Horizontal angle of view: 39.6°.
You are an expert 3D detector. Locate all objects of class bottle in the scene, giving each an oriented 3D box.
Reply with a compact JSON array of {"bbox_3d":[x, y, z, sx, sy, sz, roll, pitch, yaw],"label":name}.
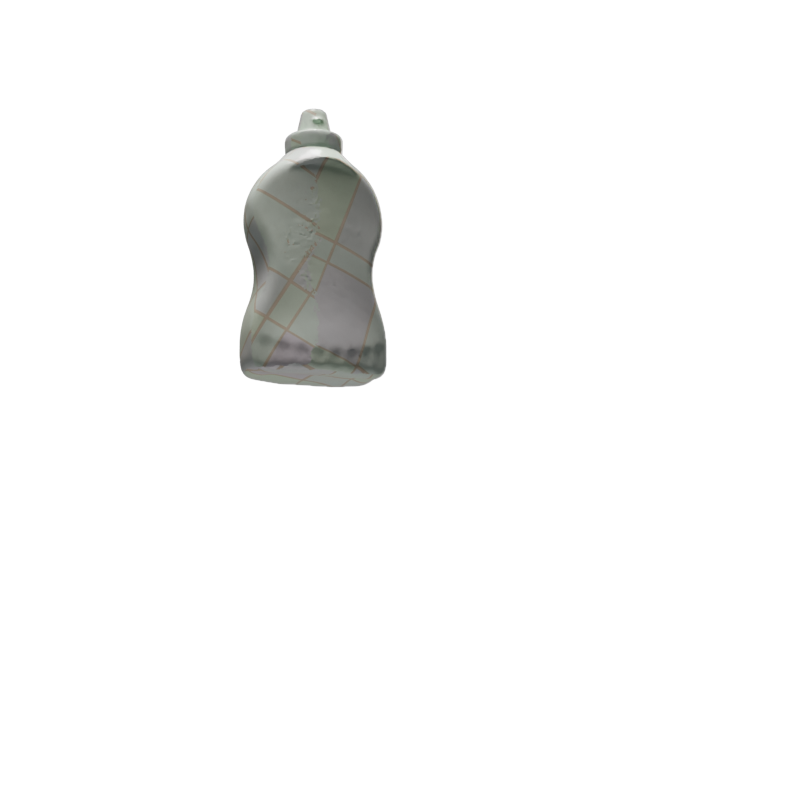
[{"bbox_3d":[-0.059,-0.109,0.760,0.094,0.200,0.057,4,-18,-18],"label":"bottle"}]
